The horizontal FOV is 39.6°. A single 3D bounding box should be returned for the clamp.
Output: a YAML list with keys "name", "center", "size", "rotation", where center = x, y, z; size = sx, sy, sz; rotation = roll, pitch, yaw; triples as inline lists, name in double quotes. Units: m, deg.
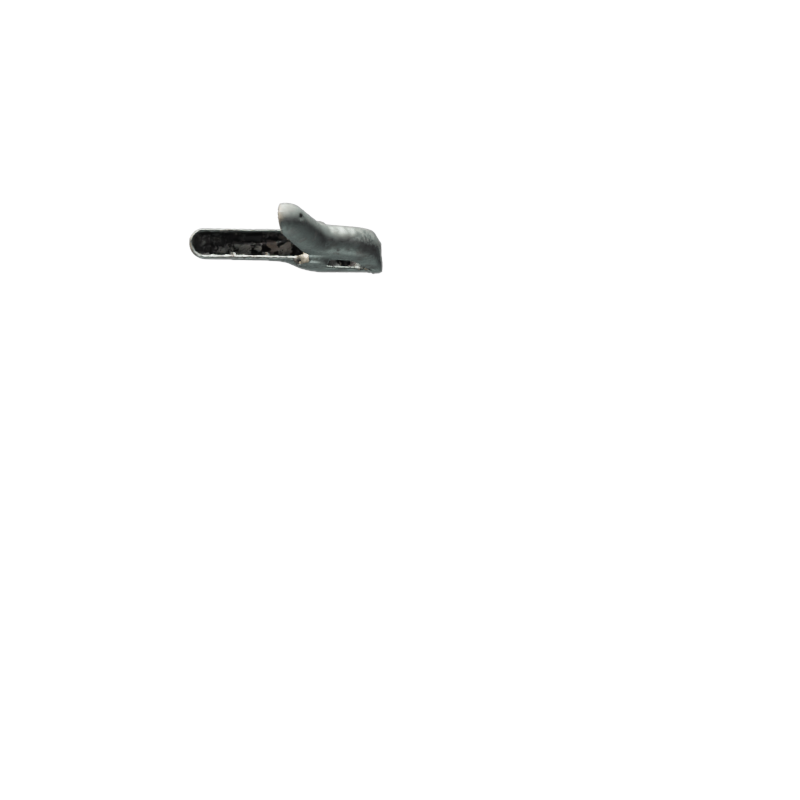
- name: "clamp"
  center: [-0.070, -0.128, 0.896]
  size: [0.165, 0.040, 0.124]
  rotation: [0, 0, -37]
